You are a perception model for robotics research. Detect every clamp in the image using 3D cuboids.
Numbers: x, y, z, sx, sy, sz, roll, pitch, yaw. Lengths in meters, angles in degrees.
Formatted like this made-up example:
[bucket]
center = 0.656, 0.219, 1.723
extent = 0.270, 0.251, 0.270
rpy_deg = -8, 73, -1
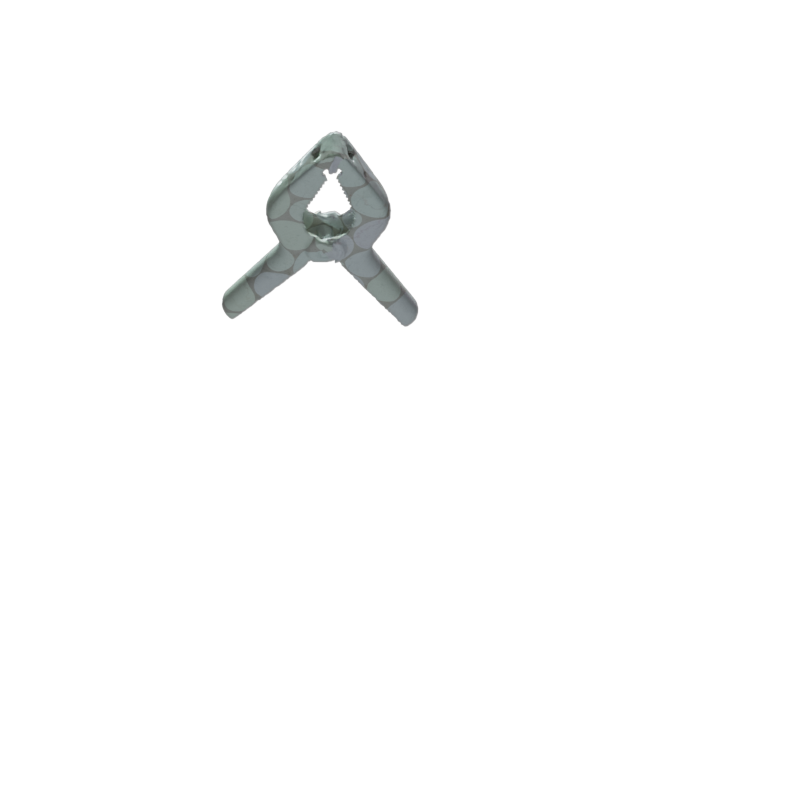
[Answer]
[clamp]
center = -0.068, -0.125, 0.873
extent = 0.165, 0.039, 0.195
rpy_deg = -1, -37, 2
